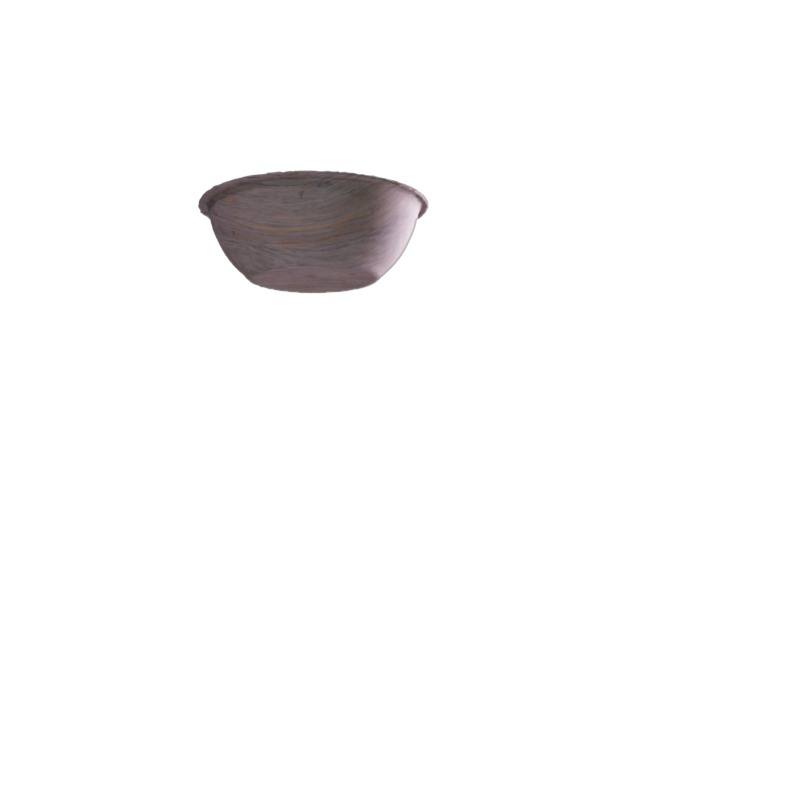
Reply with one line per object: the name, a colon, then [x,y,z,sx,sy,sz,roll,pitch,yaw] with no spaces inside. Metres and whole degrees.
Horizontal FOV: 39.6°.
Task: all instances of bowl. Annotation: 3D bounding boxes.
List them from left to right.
bowl: [-0.061,-0.110,0.773,0.162,0.057,0.158,0,-8,-2]
